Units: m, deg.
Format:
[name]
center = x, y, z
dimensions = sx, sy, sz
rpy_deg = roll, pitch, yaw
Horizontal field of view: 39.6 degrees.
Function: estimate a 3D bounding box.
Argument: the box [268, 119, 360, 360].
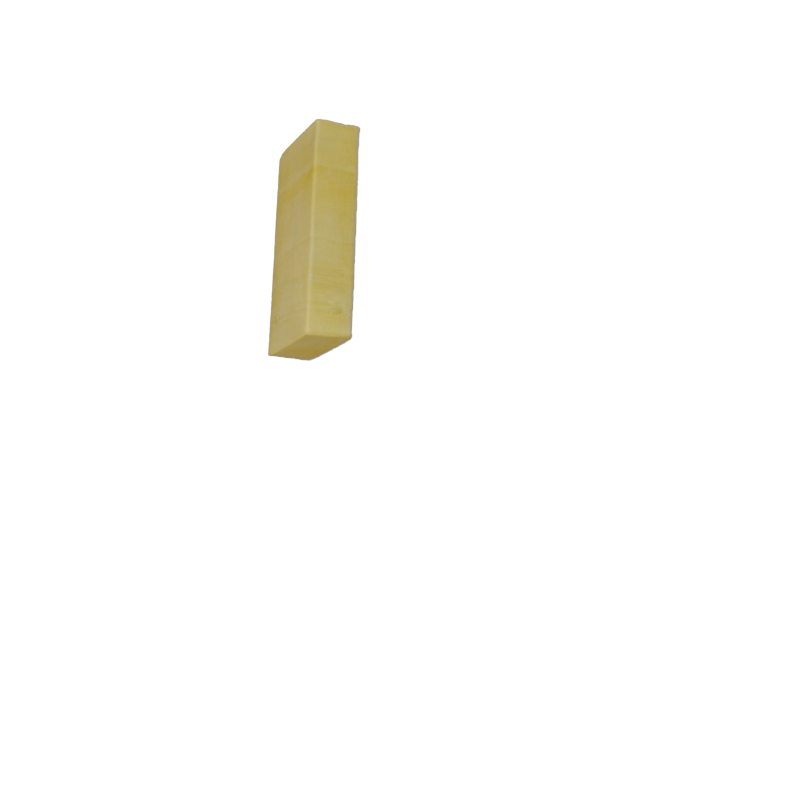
[box]
center = -0.070, -0.128, 0.894
dimensions = 0.046, 0.183, 0.093
rpy_deg = 6, -17, -24
